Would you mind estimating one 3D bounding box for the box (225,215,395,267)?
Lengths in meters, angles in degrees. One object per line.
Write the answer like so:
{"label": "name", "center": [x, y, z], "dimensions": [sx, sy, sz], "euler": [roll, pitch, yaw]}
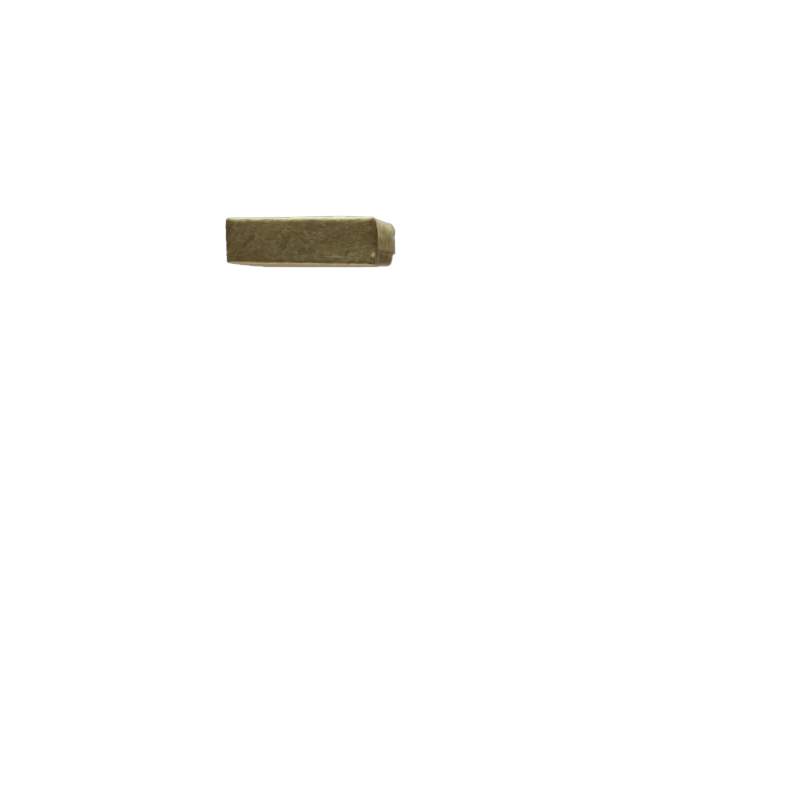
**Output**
{"label": "box", "center": [-0.052, -0.095, 0.663], "dimensions": [0.091, 0.030, 0.072], "euler": [1, 5, 11]}
